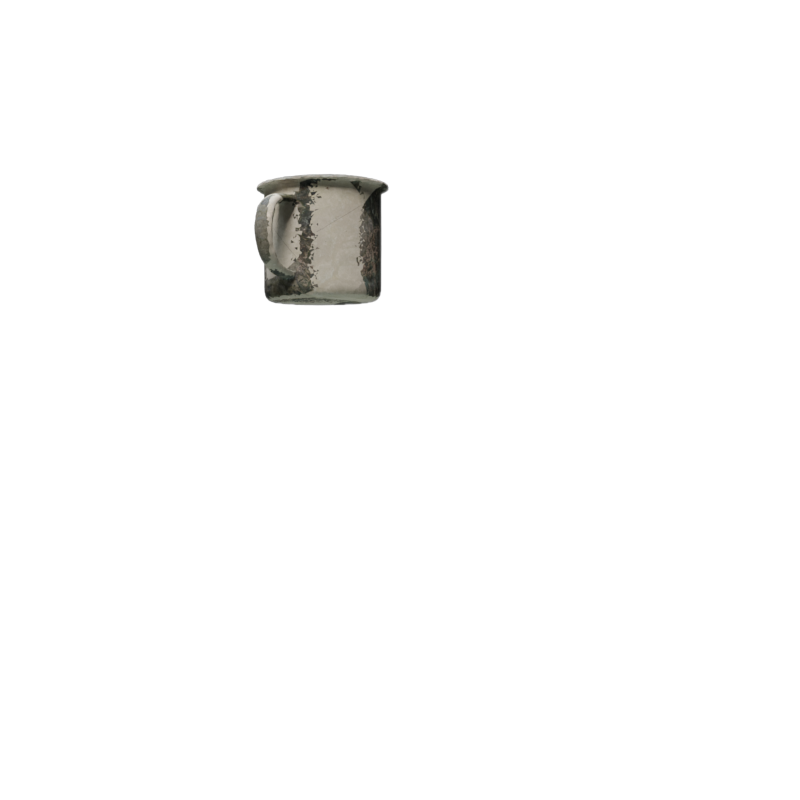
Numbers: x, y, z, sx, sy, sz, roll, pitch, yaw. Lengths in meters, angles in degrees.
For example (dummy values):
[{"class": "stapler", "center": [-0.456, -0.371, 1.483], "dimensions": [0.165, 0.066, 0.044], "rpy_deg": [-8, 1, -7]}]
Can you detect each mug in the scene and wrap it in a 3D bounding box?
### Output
[{"class": "mug", "center": [-0.060, -0.109, 0.765], "dimensions": [0.096, 0.083, 0.112], "rpy_deg": [-2, -3, 30]}]
